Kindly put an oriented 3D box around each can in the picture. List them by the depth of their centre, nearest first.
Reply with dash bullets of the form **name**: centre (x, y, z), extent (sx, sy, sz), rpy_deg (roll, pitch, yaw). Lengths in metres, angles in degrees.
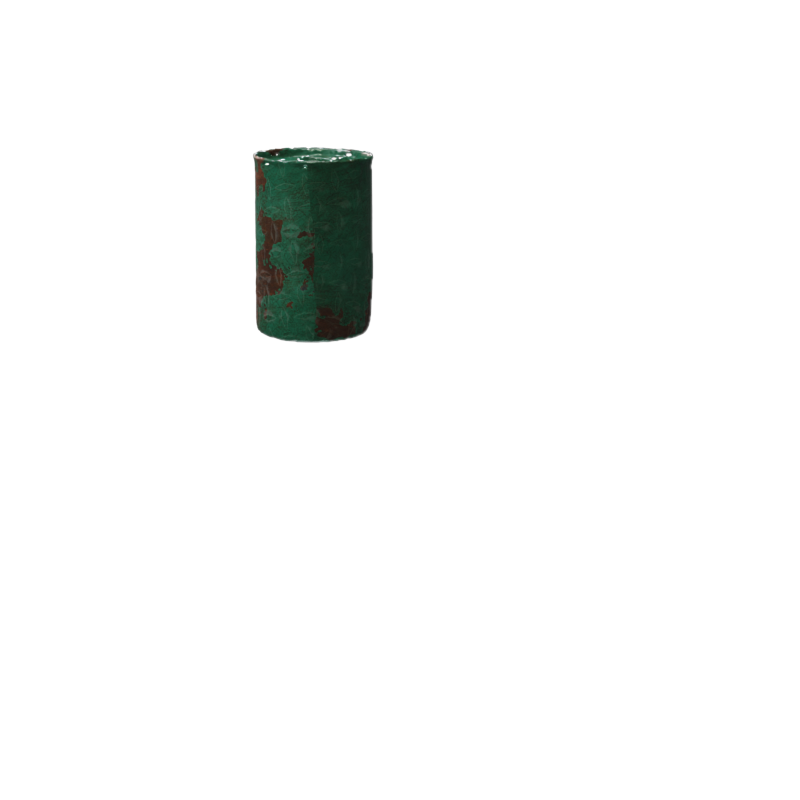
- **can**: centre (-0.050, -0.091, 0.636), extent (0.068, 0.099, 0.071), rpy_deg (0, 14, -2)
